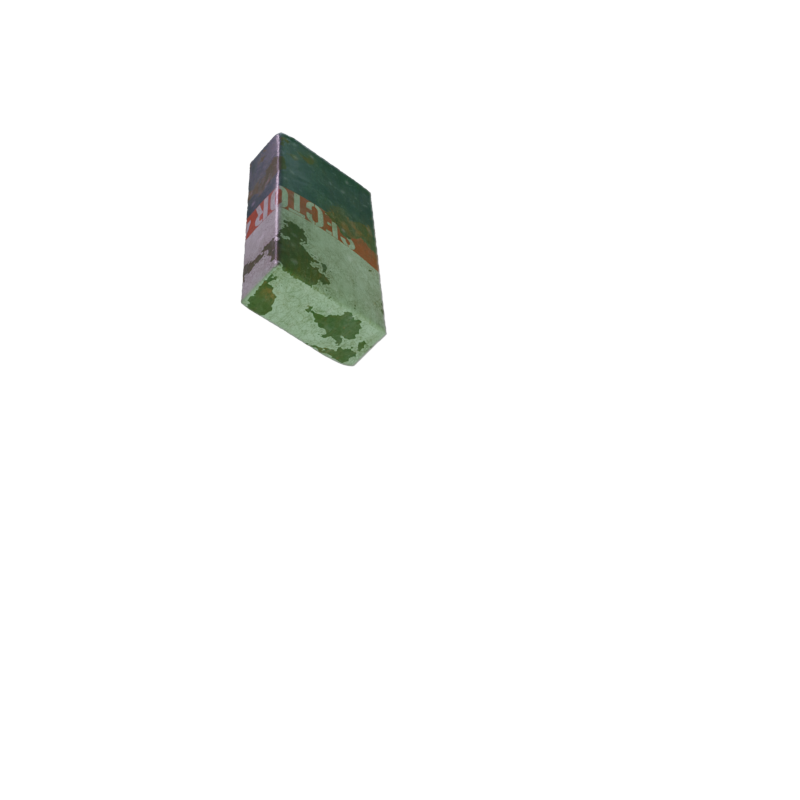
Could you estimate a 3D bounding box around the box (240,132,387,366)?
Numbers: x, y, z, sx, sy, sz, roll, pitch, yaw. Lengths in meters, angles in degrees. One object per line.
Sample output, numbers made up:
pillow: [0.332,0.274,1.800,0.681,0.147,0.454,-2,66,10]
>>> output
box: [-0.061,-0.111,0.775,0.088,0.189,0.047,31,-57,-26]
